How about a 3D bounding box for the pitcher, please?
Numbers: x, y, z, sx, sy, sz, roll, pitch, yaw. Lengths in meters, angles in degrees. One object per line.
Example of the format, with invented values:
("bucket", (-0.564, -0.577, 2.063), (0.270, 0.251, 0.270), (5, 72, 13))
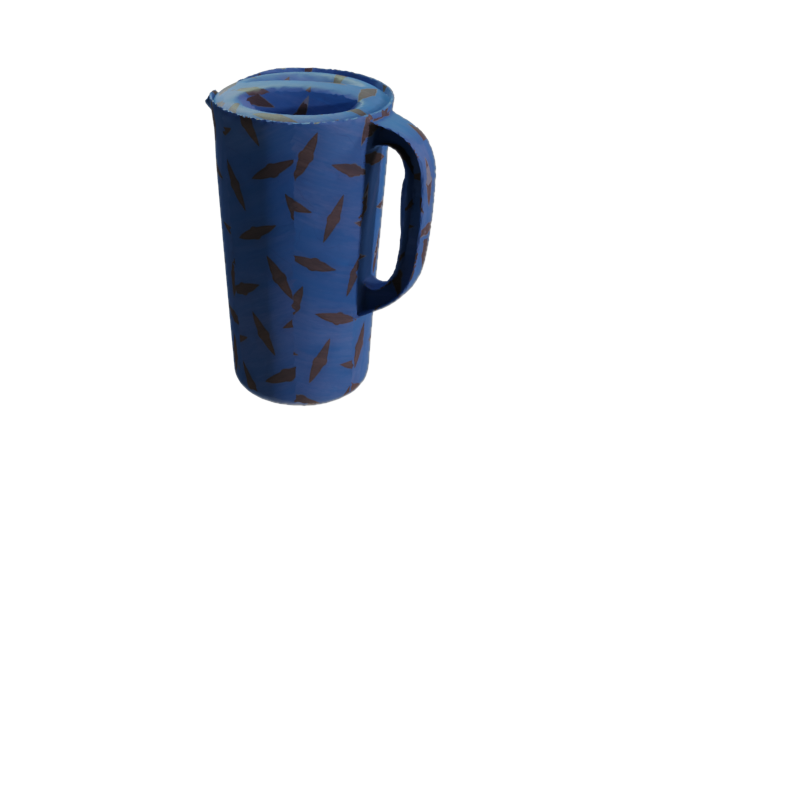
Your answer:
("pitcher", (-0.065, -0.119, 0.835), (0.143, 0.230, 0.160), (-6, 29, -15))
